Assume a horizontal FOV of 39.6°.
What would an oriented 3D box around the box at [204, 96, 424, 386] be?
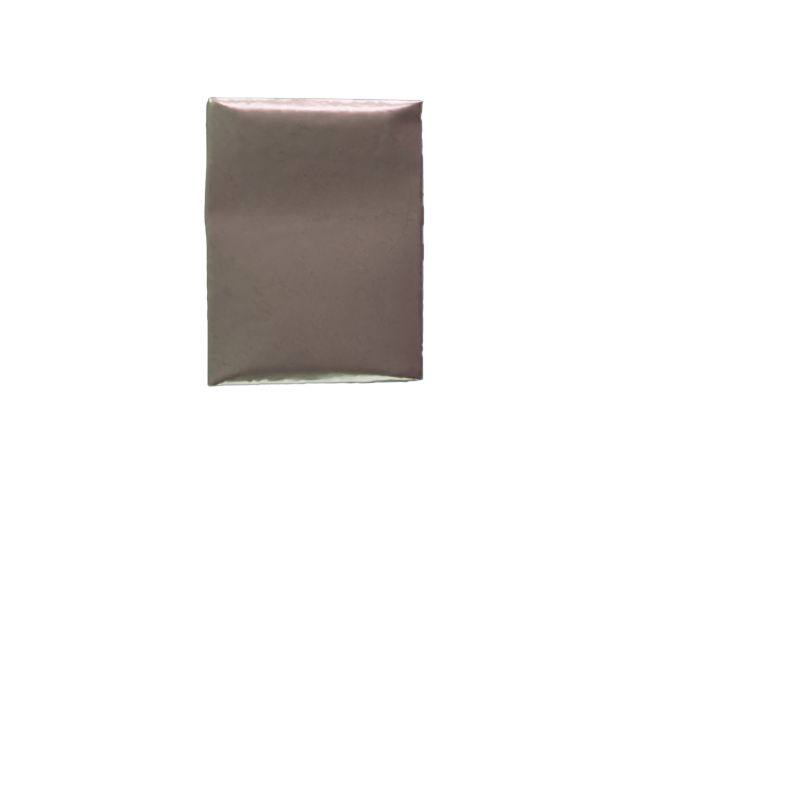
[{"bbox_3d":[-0.066,-0.120,0.840,0.163,0.213,0.073,0,2,-6],"label":"box"}]
